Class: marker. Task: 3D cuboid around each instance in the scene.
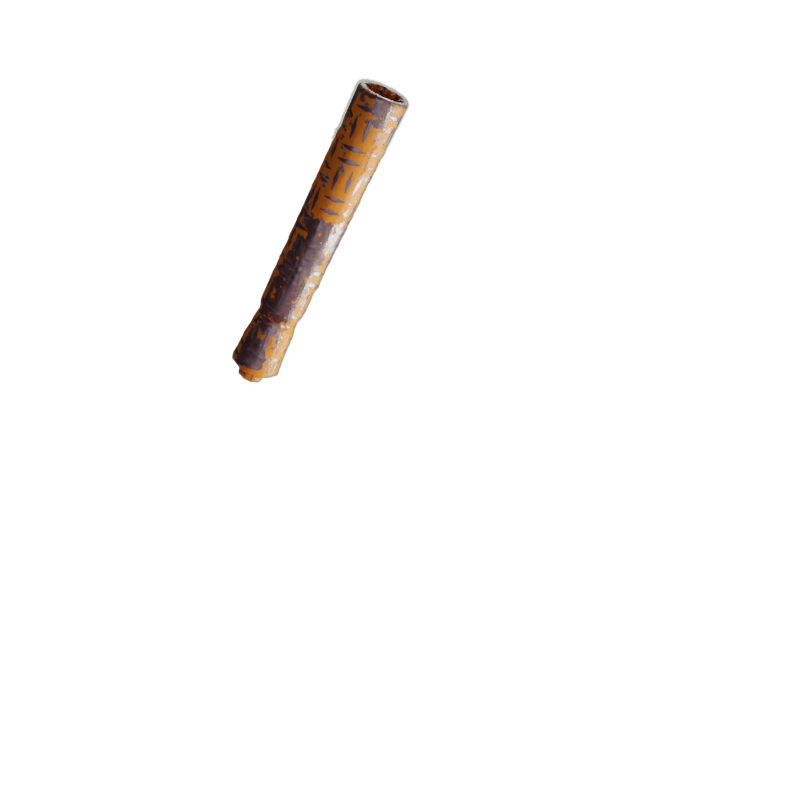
[{"bbox_3d":[-0.031,-0.057,0.397,0.019,0.117,0.021,23,23,-14],"label":"marker"}]
